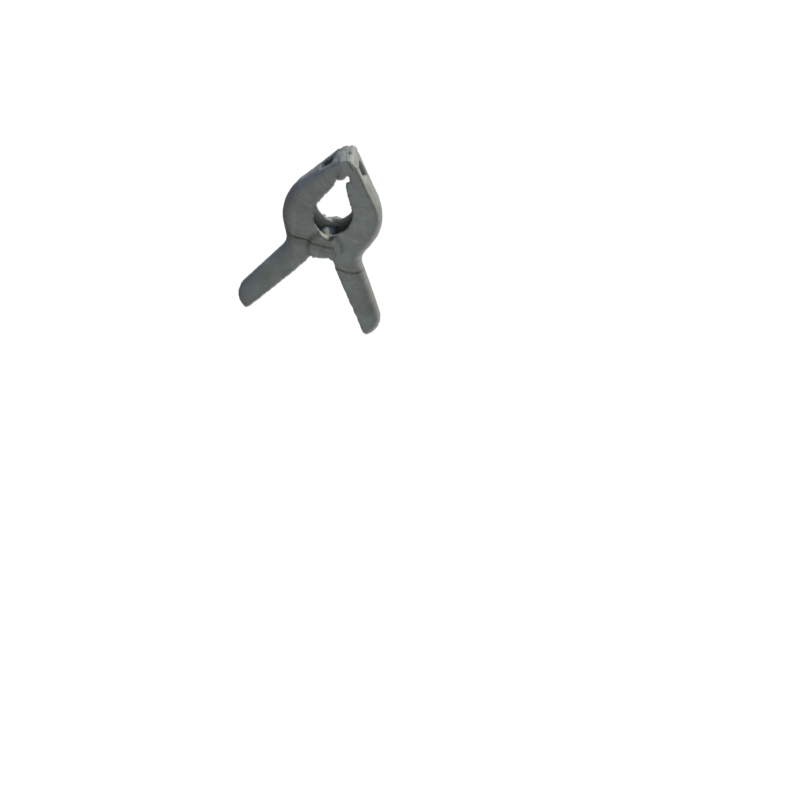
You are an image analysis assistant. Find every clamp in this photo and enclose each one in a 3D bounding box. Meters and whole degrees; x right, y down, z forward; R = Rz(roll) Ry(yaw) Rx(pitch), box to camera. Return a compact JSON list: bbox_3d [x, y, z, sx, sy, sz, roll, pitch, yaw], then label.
[{"bbox_3d":[-0.070,-0.128,0.896,0.120,0.161,0.042,4,35,-3],"label":"clamp"}]
